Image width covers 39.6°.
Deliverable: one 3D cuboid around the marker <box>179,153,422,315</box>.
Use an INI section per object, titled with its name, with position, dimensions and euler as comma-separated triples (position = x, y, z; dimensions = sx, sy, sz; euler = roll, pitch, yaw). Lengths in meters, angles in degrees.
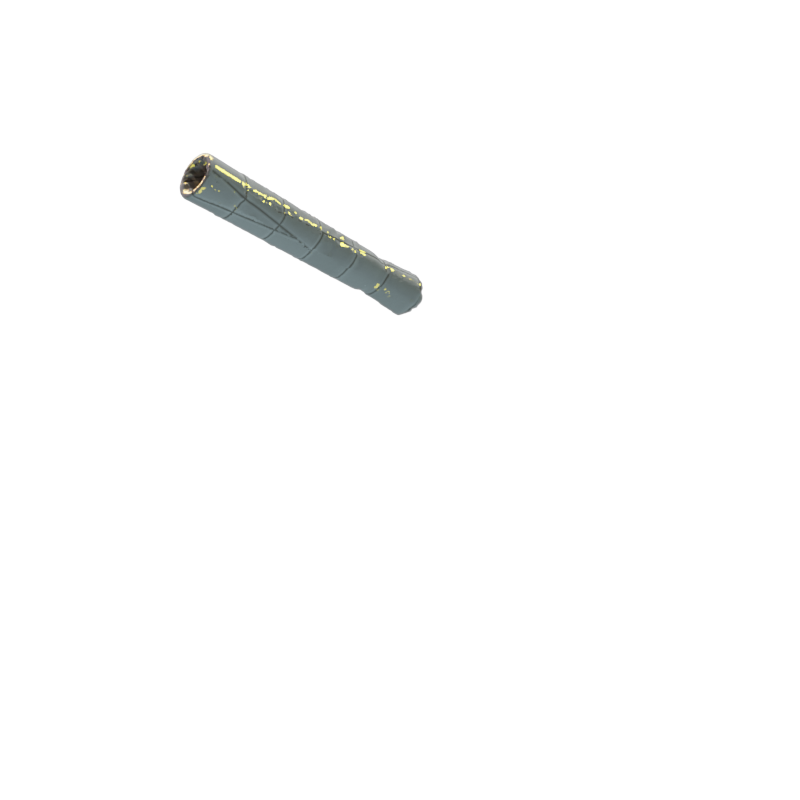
[marker]
position = -0.034, -0.063, 0.440
dimensions = 0.113, 0.020, 0.021
euler = 26, -13, -37
